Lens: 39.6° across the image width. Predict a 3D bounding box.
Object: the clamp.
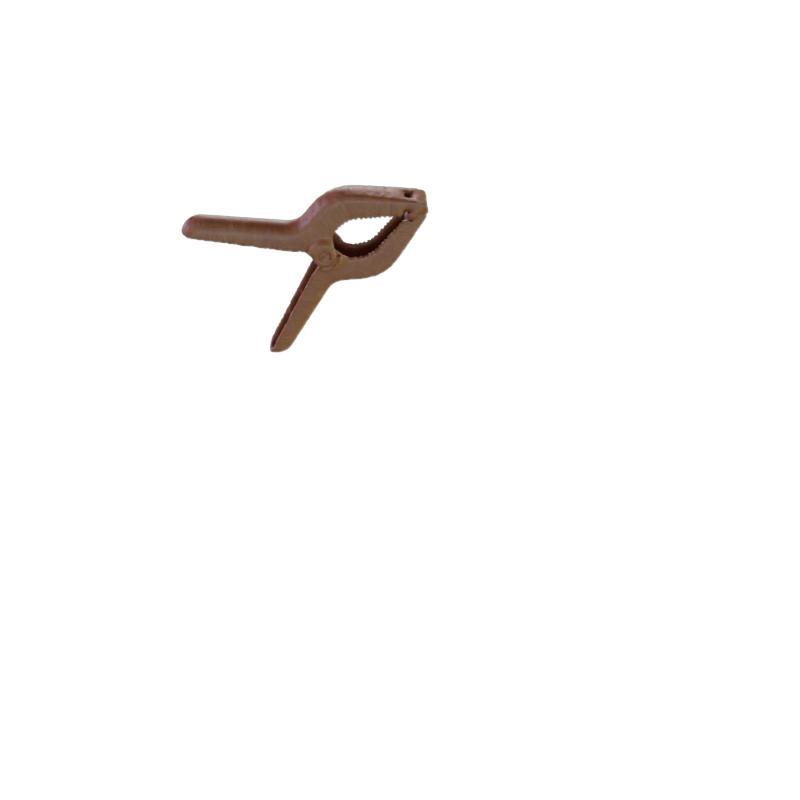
[{"bbox_3d":[-0.077,-0.140,0.981,0.210,0.154,0.039,-29,33,20],"label":"clamp"}]
